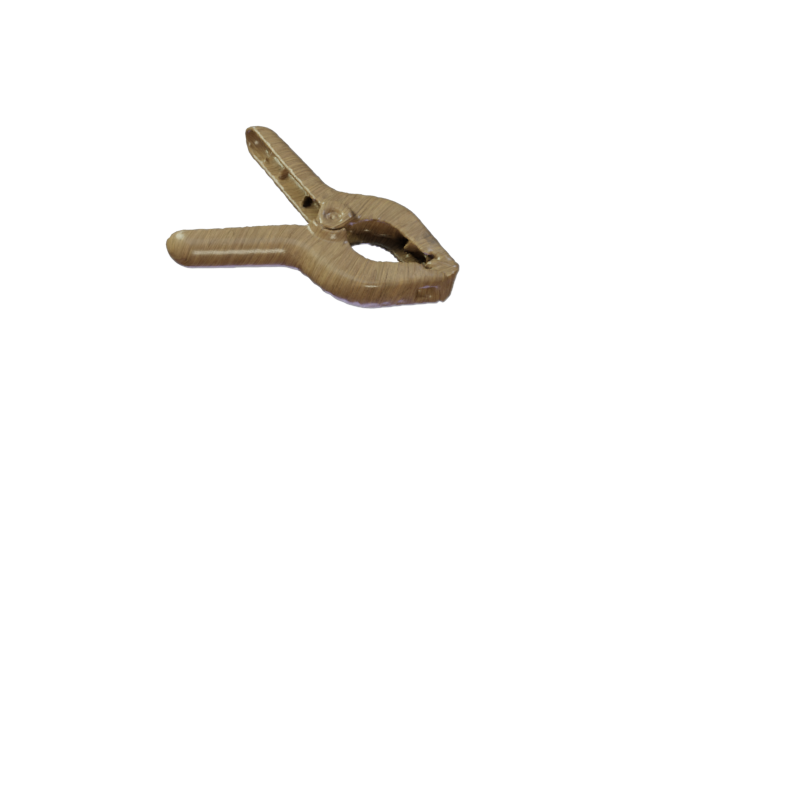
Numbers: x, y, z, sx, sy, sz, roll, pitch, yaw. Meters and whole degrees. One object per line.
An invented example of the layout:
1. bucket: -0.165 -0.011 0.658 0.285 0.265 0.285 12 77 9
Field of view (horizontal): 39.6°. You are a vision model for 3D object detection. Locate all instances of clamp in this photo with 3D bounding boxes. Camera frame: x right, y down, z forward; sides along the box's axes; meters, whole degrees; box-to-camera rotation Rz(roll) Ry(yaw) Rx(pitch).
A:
1. clamp: -0.053 -0.096 0.674 0.178 0.123 0.037 28 -29 17
